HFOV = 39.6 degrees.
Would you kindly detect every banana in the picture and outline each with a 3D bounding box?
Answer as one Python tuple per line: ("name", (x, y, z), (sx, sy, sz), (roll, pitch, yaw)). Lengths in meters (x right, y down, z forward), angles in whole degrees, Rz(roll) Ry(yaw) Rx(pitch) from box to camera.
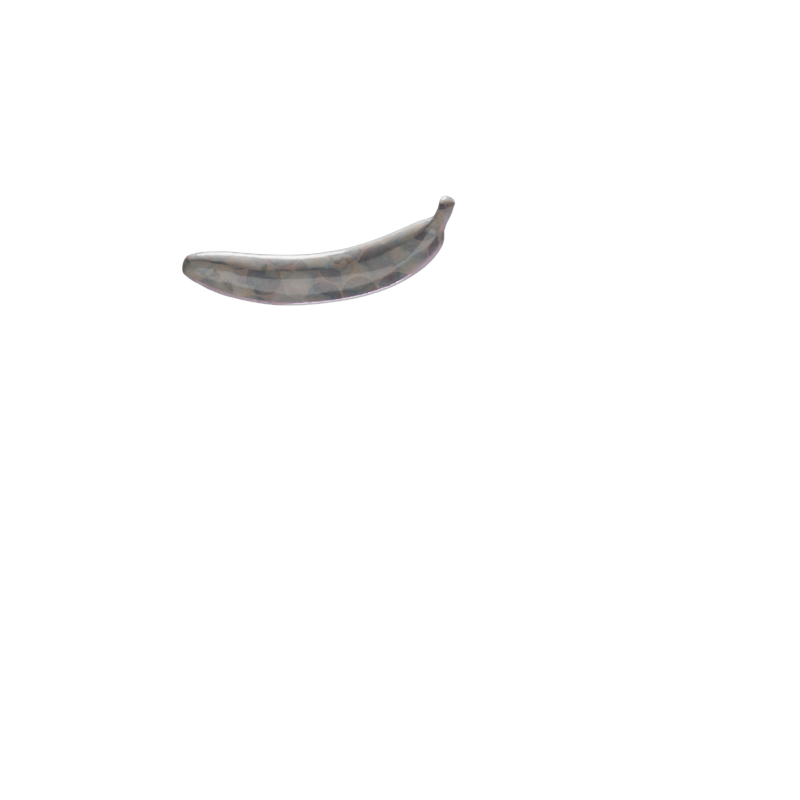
("banana", (-0.053, -0.099, 0.789), (0.199, 0.065, 0.039), (-13, 35, 9))
